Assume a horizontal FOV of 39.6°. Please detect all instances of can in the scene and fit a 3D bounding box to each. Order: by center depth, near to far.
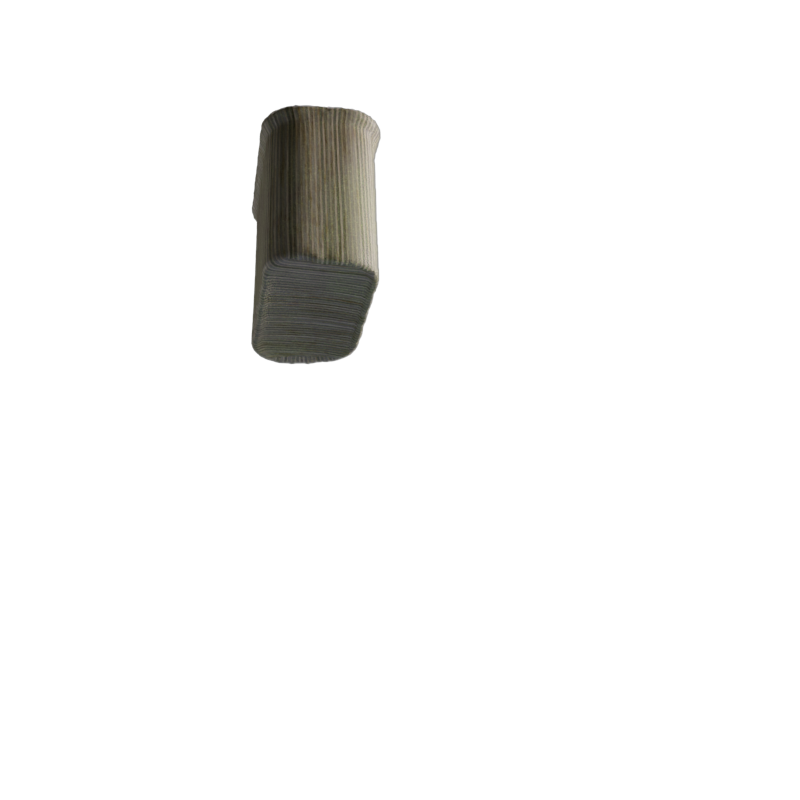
[{"bbox_3d":[-0.042,-0.076,0.531,0.057,0.089,0.097,3,-30,-9],"label":"can"}]
